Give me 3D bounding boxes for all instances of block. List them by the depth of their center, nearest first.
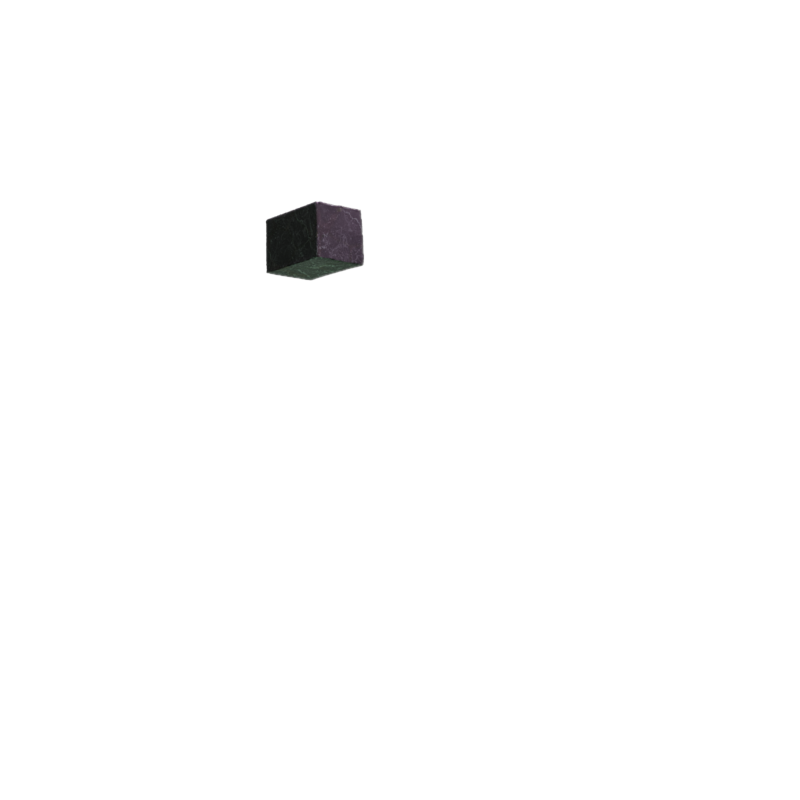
[{"bbox_3d":[-0.076,-0.139,0.977,0.050,0.053,0.080,8,-12,-40],"label":"block"}]
